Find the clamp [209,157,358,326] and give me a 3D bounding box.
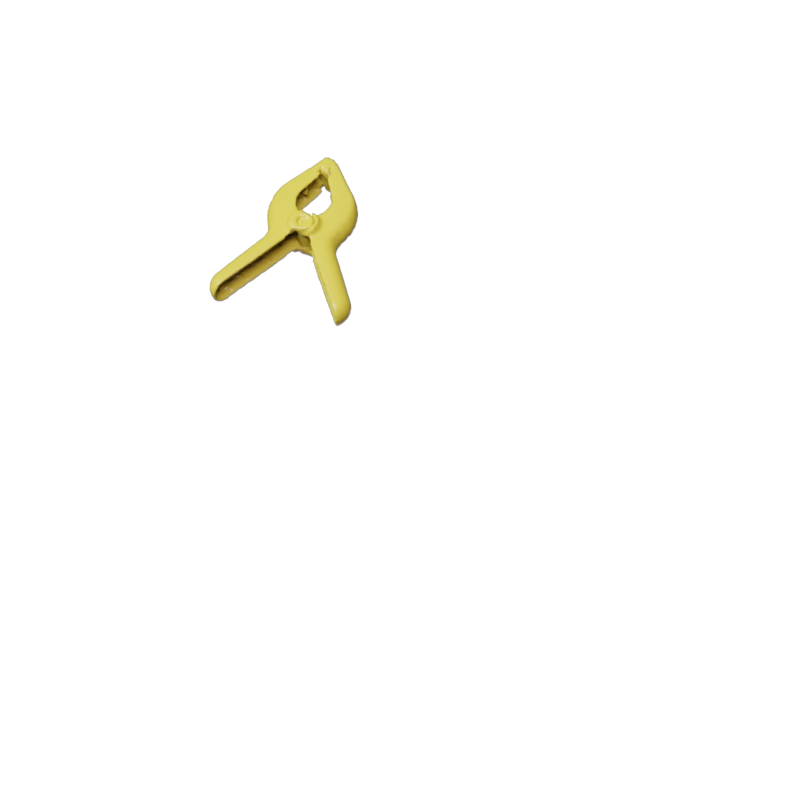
[{"bbox_3d":[-0.074,-0.136,0.951,0.123,0.178,0.037,20,-30,12],"label":"clamp"}]
